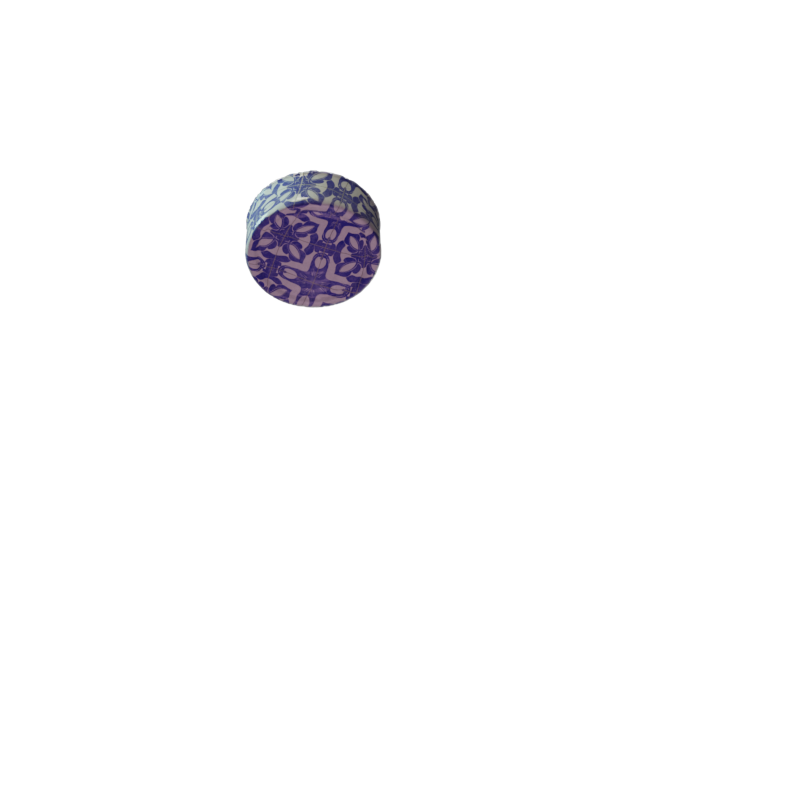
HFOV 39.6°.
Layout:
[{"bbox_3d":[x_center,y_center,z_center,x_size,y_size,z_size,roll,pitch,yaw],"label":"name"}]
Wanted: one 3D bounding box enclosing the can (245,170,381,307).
[{"bbox_3d":[-0.054,-0.099,0.695,0.086,0.080,0.036,1,41,-1],"label":"can"}]
